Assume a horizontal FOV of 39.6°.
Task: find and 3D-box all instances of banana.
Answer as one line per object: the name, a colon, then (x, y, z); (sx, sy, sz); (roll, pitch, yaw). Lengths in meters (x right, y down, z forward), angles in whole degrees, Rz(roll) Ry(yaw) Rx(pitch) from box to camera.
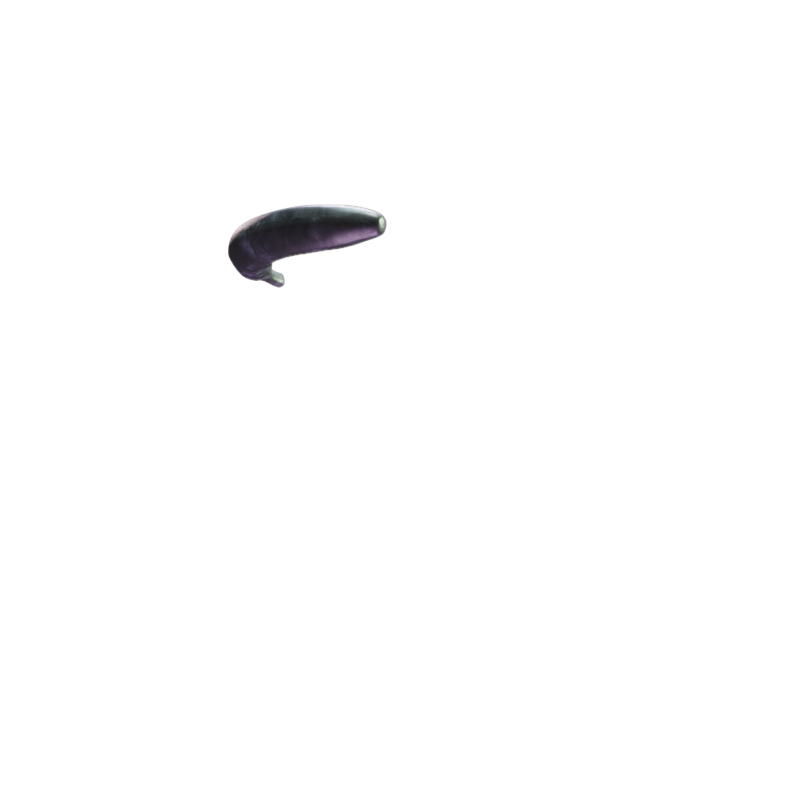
banana: (-0.083, -0.118, 0.823); (0.067, 0.037, 0.200); (3, -5, -27)
